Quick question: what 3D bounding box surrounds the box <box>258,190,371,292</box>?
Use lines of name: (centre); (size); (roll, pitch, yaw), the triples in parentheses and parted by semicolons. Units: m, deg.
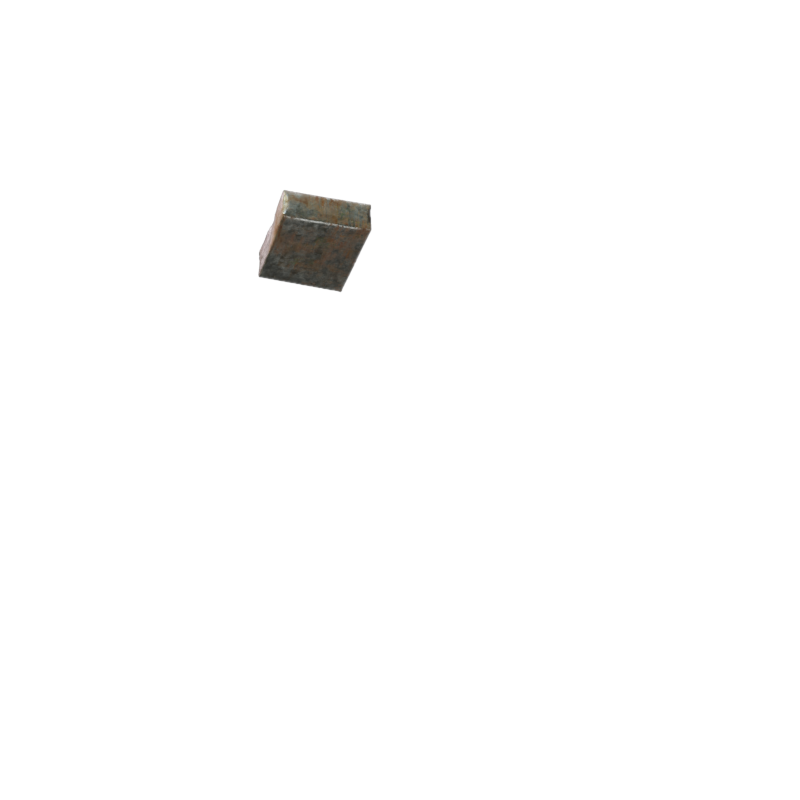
box: (-0.071, -0.129, 0.903); (0.071, 0.032, 0.085); (9, -34, -15)
